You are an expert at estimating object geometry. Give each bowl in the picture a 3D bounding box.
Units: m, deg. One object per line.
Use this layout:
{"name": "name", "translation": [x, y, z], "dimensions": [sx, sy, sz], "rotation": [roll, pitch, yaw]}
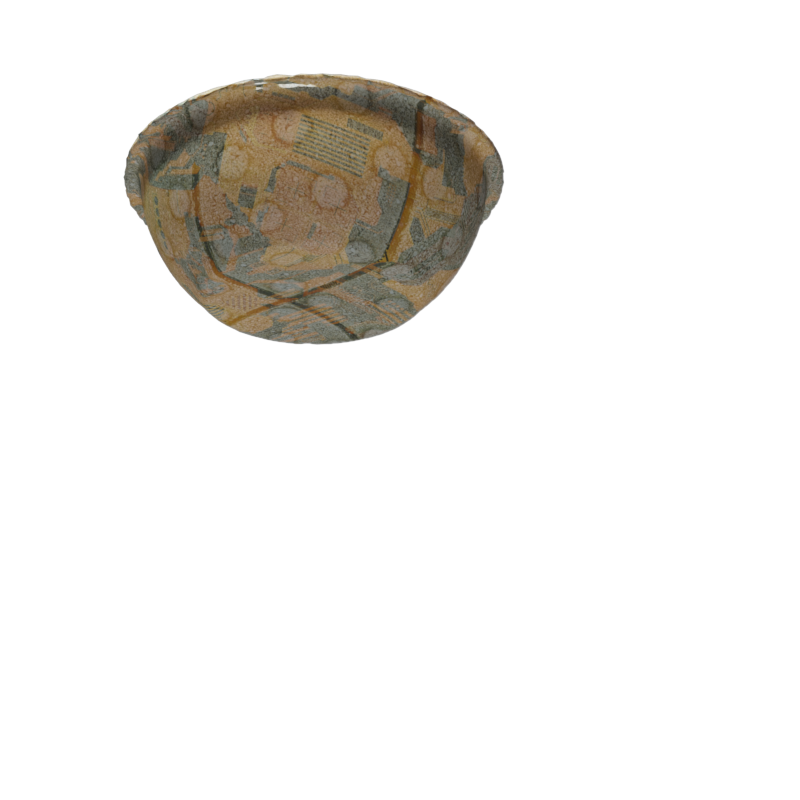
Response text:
{"name": "bowl", "translation": [-0.036, -0.066, 0.463], "dimensions": [0.162, 0.058, 0.153], "rotation": [1, -23, -2]}
